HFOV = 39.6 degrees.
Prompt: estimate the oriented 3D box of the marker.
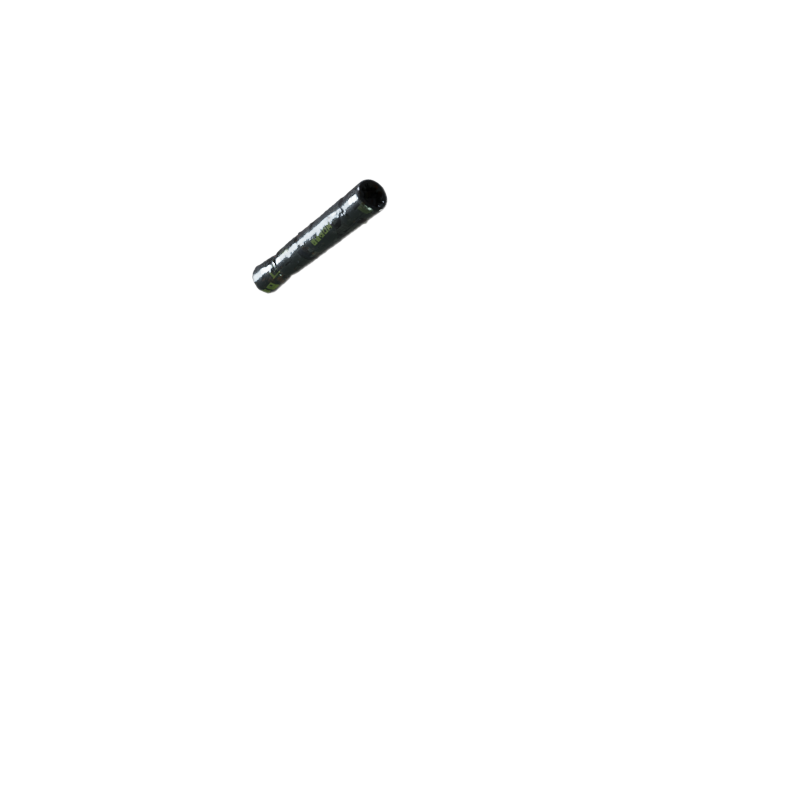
[{"bbox_3d":[-0.049,-0.089,0.621,0.019,0.021,0.120,-2,-16,-38],"label":"marker"}]
